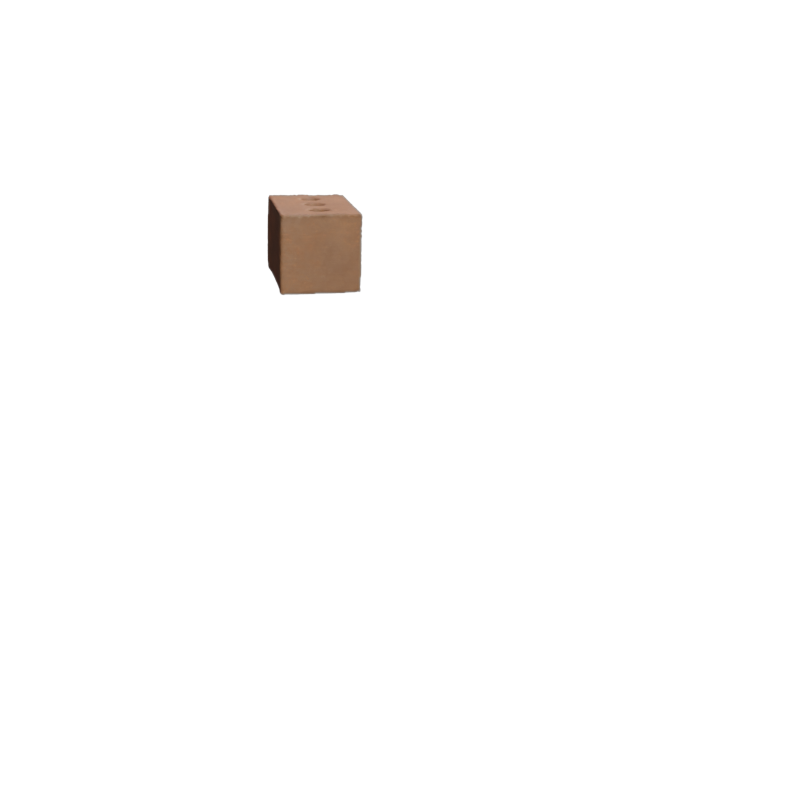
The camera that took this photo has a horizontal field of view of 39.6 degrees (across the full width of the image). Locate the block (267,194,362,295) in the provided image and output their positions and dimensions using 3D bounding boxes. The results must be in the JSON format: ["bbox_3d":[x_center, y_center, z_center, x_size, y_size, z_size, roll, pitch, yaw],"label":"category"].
[{"bbox_3d":[-0.056,-0.102,0.717,0.052,0.050,0.082,-3,17,-11],"label":"block"}]
